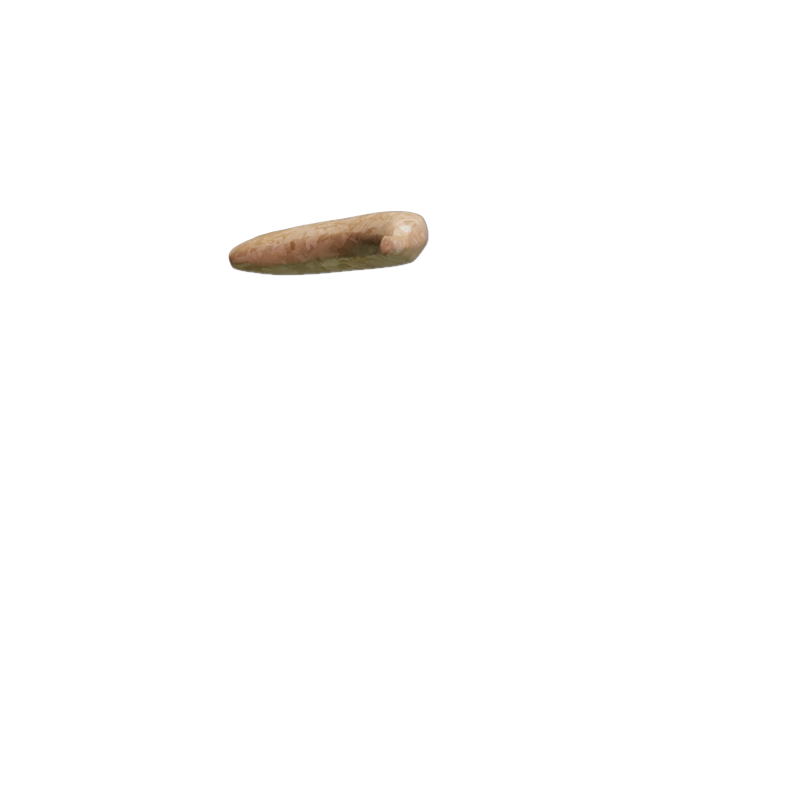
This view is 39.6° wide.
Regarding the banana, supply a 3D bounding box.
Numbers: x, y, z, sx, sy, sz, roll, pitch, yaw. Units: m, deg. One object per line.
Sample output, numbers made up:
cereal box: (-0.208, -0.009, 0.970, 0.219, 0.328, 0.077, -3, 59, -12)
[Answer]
banana: (-0.041, -0.106, 0.748, 0.067, 0.037, 0.204, 0, 2, -36)
